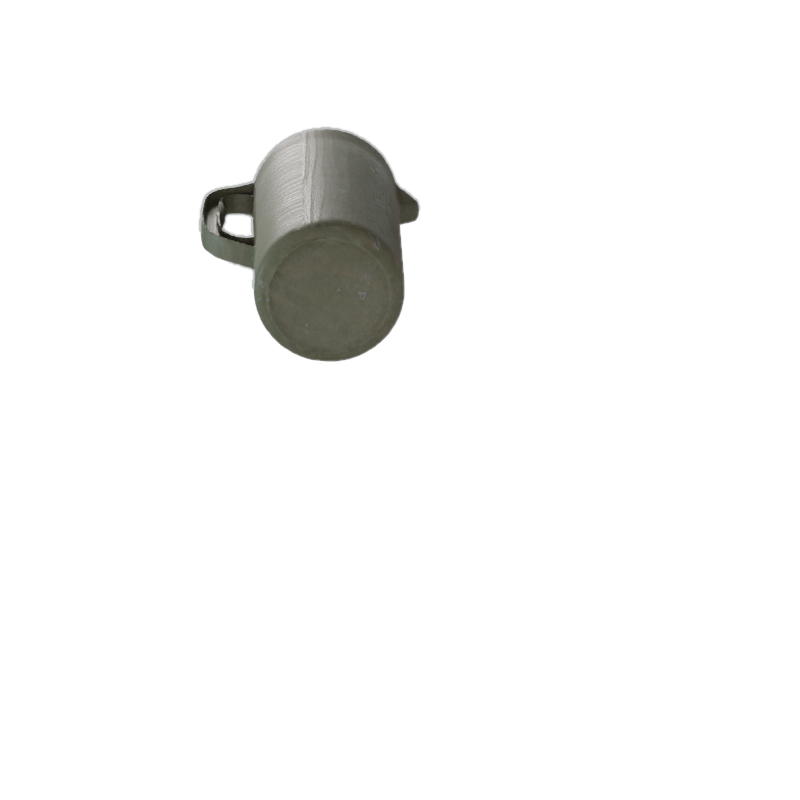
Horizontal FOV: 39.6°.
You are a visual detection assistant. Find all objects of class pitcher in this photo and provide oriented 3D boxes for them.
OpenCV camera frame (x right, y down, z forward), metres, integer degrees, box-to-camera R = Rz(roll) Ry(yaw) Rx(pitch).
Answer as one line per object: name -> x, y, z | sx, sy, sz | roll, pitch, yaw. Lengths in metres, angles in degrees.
pitcher -> -0.070, -0.127, 0.893 | 0.148, 0.139, 0.256 | -38, 21, 13
